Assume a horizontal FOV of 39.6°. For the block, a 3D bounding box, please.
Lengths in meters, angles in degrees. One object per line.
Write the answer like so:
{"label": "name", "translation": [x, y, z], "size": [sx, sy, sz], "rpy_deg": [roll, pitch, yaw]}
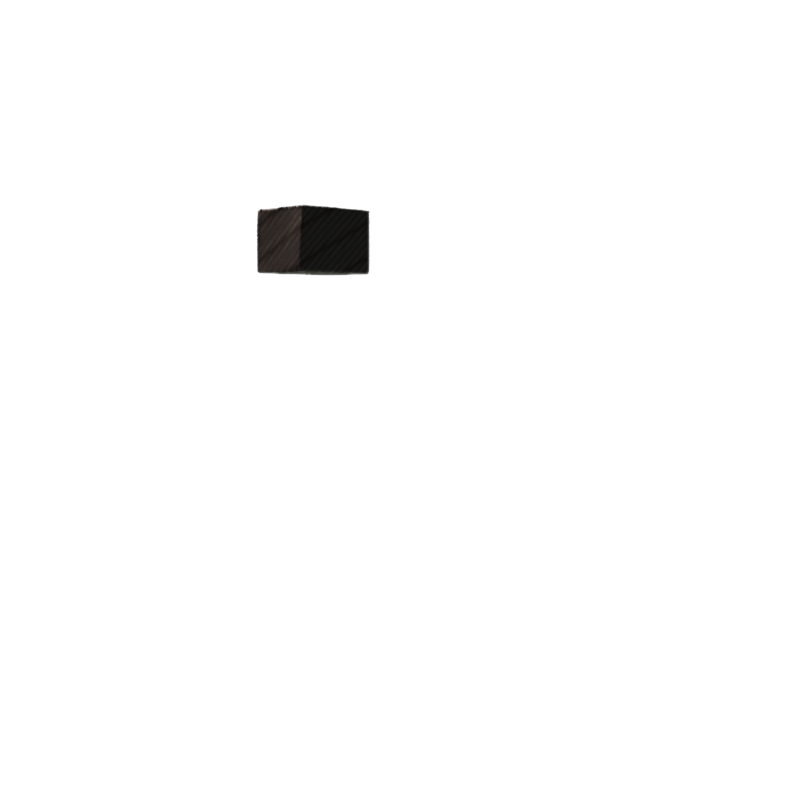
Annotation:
{"label": "block", "translation": [-0.068, -0.125, 0.874], "size": [0.055, 0.051, 0.075], "rpy_deg": [1, 2, 42]}
